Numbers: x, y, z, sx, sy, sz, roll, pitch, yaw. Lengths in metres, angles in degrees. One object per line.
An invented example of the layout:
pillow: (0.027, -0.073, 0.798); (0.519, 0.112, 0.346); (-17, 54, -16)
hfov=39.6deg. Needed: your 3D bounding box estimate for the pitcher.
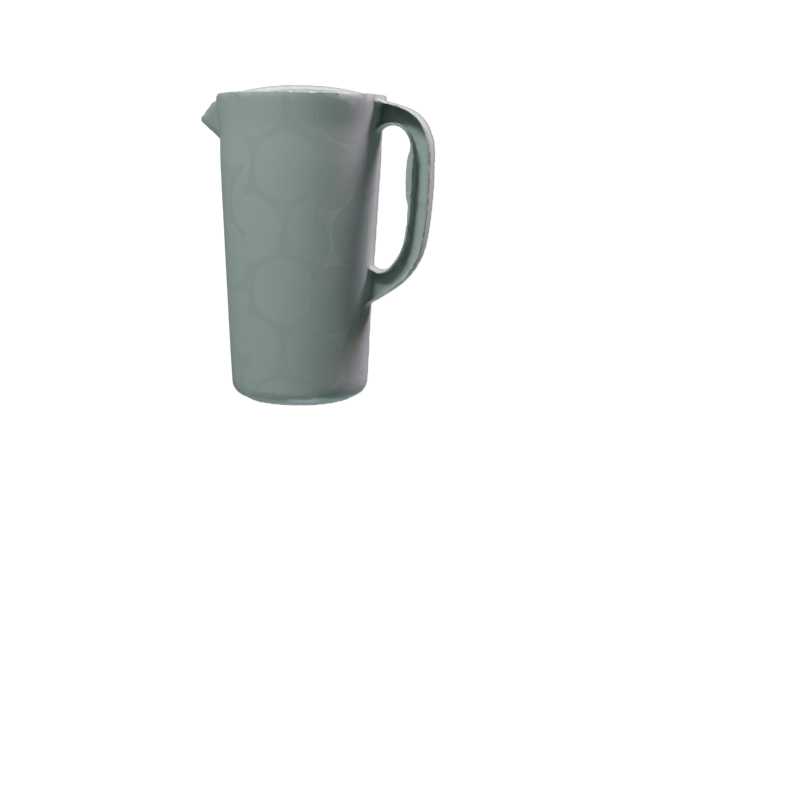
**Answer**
pitcher: (-0.068, -0.124, 0.869); (0.141, 0.240, 0.156); (-4, 8, -30)
